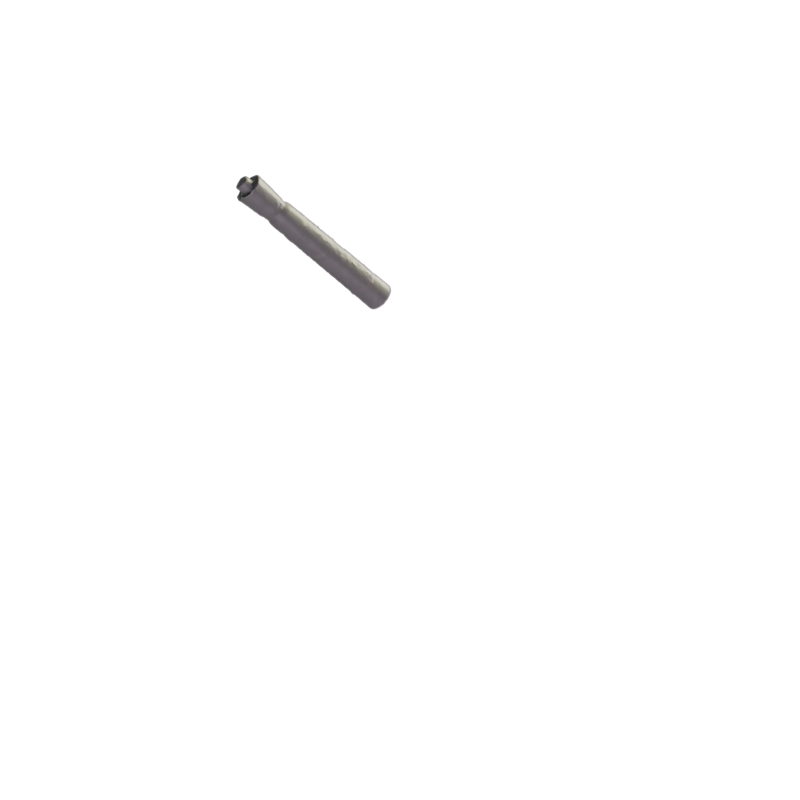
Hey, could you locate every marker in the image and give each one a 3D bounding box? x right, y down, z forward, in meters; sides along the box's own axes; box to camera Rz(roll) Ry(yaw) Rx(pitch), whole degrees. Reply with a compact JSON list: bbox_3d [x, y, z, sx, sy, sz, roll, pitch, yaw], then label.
[{"bbox_3d":[-0.053,-0.096,0.672,0.114,0.020,0.020,38,-16,-26],"label":"marker"}]
